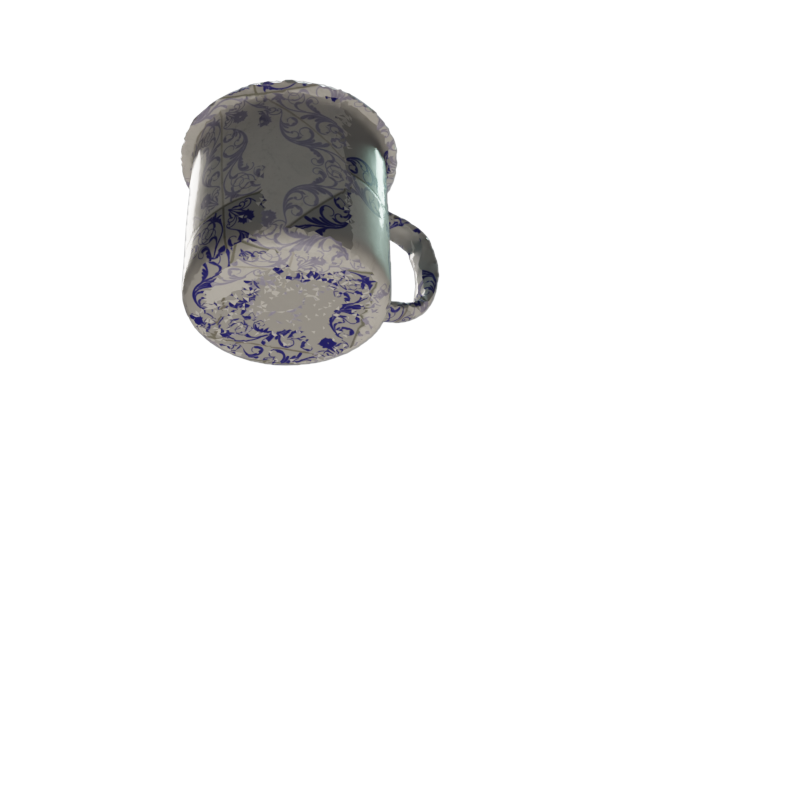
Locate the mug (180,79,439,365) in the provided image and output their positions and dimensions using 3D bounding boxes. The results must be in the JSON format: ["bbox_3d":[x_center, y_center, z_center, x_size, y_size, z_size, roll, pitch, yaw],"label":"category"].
[{"bbox_3d":[-0.036,-0.065,0.454,0.112,0.087,0.091,20,-42,-26],"label":"mug"}]
